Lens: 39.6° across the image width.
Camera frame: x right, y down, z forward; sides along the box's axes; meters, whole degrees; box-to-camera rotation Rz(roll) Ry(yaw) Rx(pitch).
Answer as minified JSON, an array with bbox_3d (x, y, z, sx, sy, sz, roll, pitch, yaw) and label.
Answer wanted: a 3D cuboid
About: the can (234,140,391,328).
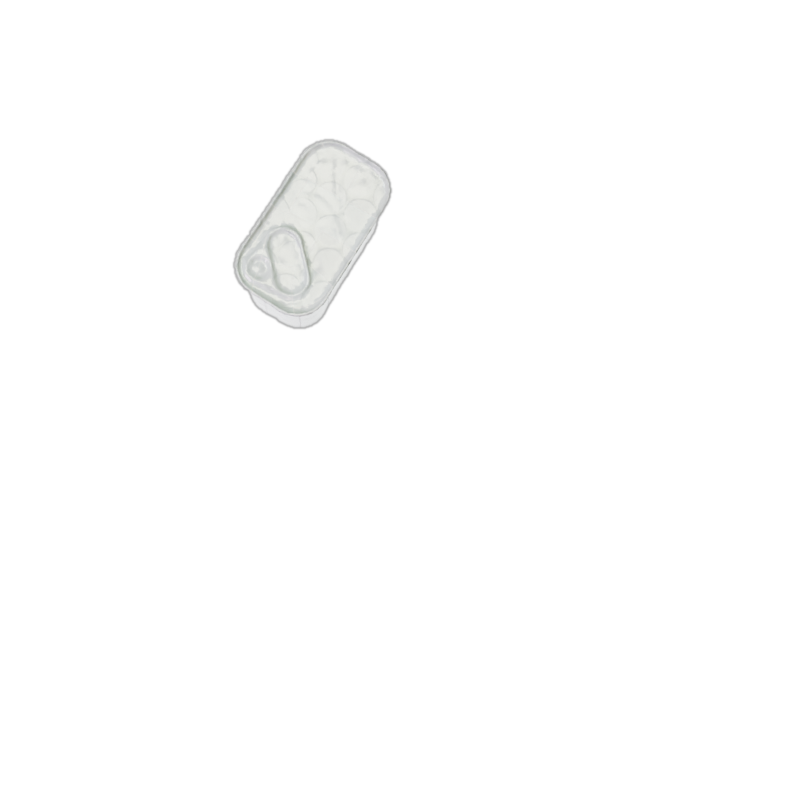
[{"bbox_3d":[-0.052,-0.095,0.667,0.058,0.103,0.082,32,-8,1],"label":"can"}]
